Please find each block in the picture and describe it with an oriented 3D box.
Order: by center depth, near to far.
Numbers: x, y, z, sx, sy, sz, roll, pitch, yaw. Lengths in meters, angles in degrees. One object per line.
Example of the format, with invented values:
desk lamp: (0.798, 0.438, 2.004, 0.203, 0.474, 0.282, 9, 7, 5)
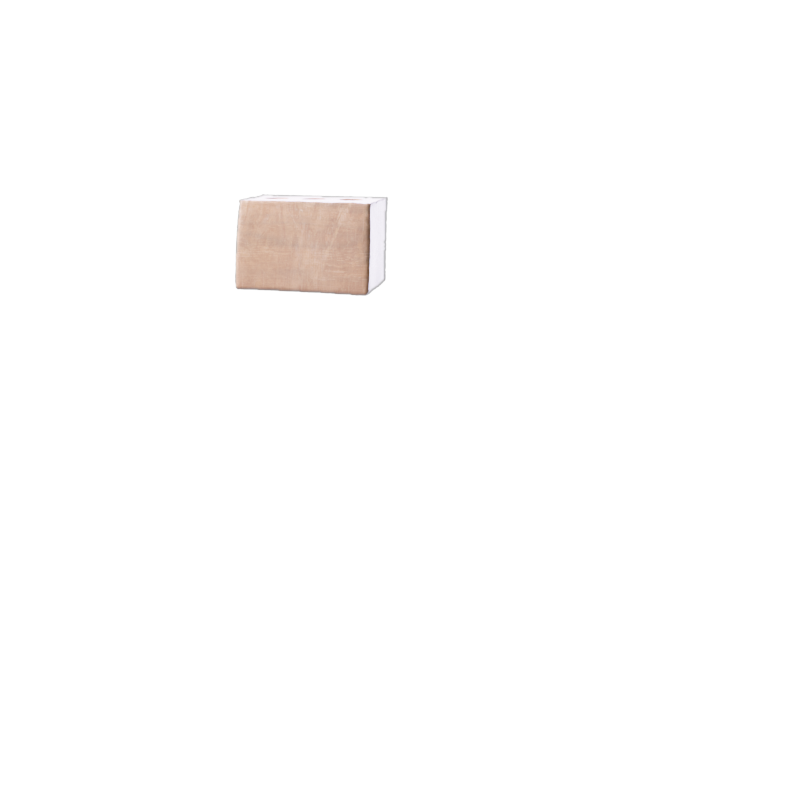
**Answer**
block: (-0.050, -0.091, 0.636, 0.079, 0.050, 0.053, 3, 12, 13)
